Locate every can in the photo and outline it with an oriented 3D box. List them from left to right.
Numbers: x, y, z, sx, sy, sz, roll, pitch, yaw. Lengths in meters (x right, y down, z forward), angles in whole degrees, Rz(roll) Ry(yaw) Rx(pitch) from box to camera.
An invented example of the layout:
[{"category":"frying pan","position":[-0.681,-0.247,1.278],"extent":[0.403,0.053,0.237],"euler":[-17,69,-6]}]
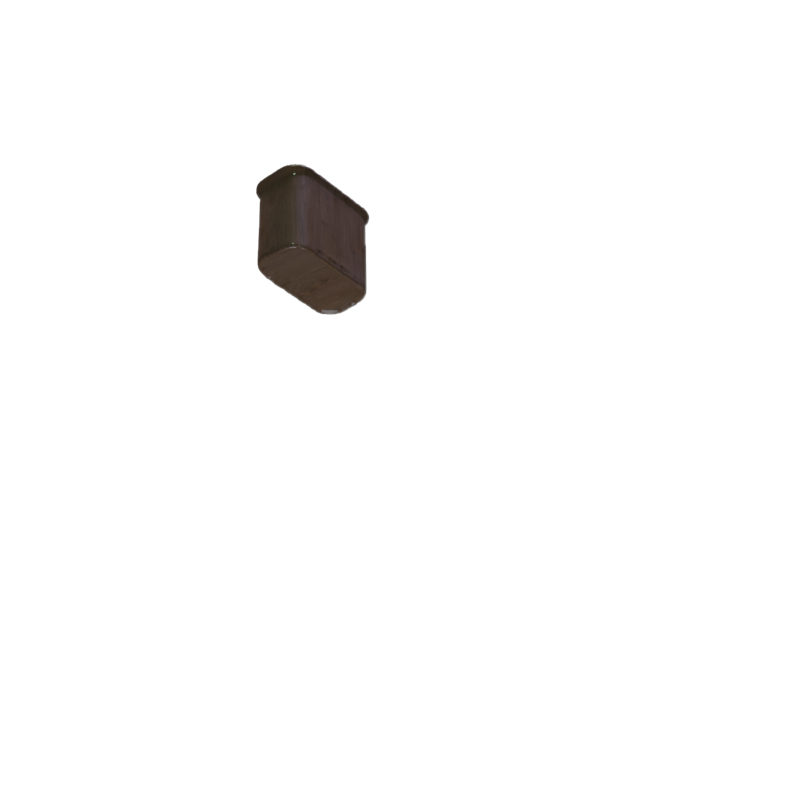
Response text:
[{"category":"can","position":[-0.071,-0.130,0.908],"extent":[0.057,0.090,0.095],"euler":[-28,-43,31]}]
